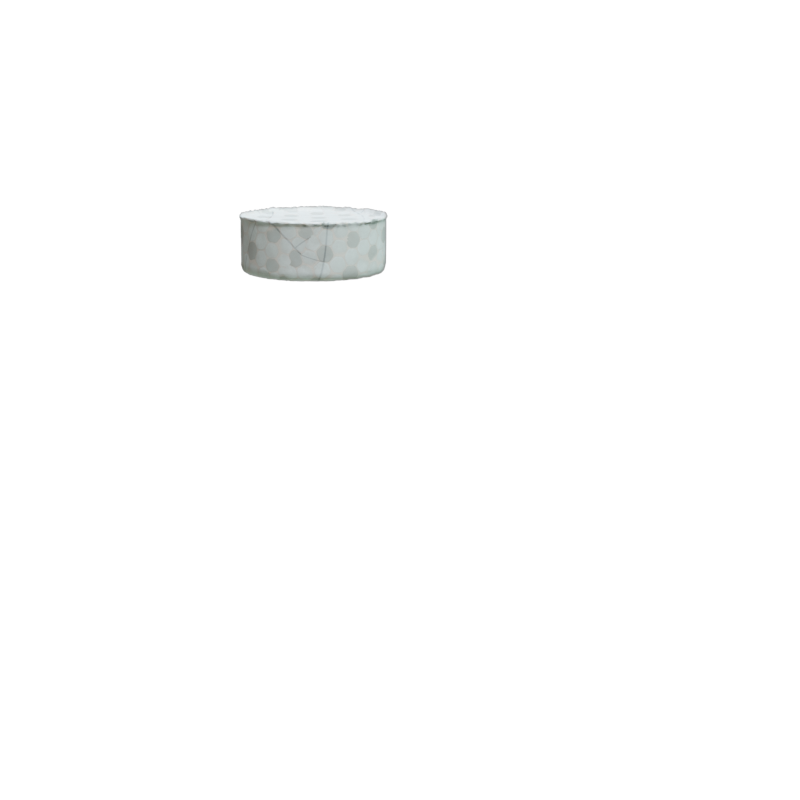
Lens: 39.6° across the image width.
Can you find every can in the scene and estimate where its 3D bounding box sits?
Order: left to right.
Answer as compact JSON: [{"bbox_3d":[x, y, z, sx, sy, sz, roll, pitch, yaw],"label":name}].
[{"bbox_3d":[-0.050,-0.092,0.643,0.086,0.033,0.088,0,15,-2],"label":"can"}]
